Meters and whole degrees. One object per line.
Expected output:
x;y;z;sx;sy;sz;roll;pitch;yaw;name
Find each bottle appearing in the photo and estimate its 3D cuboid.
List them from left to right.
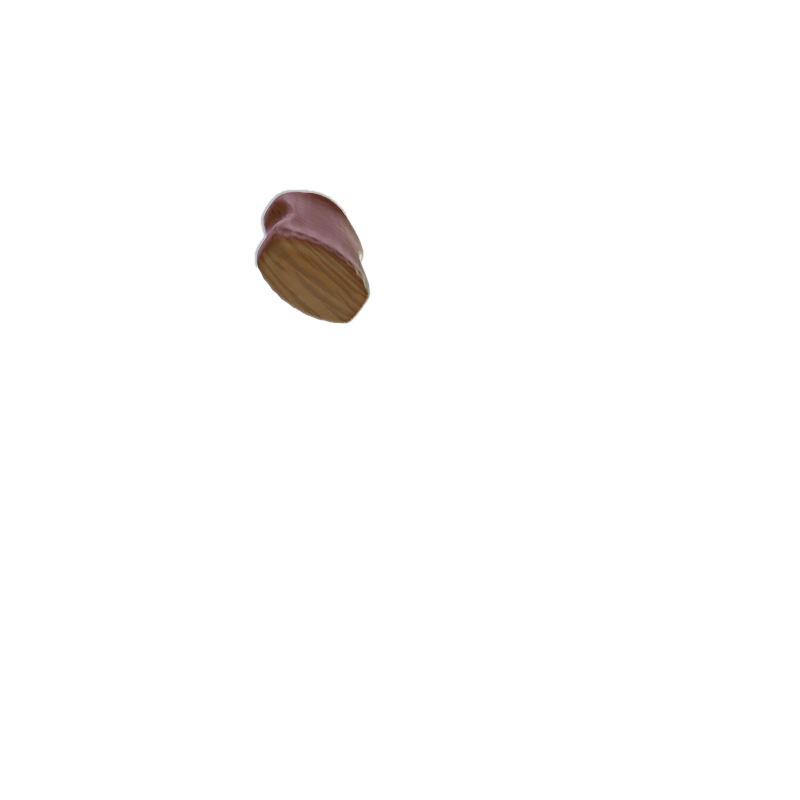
-0.077;-0.139;0.974;0.093;0.057;0.202;29;21;-16;bottle
